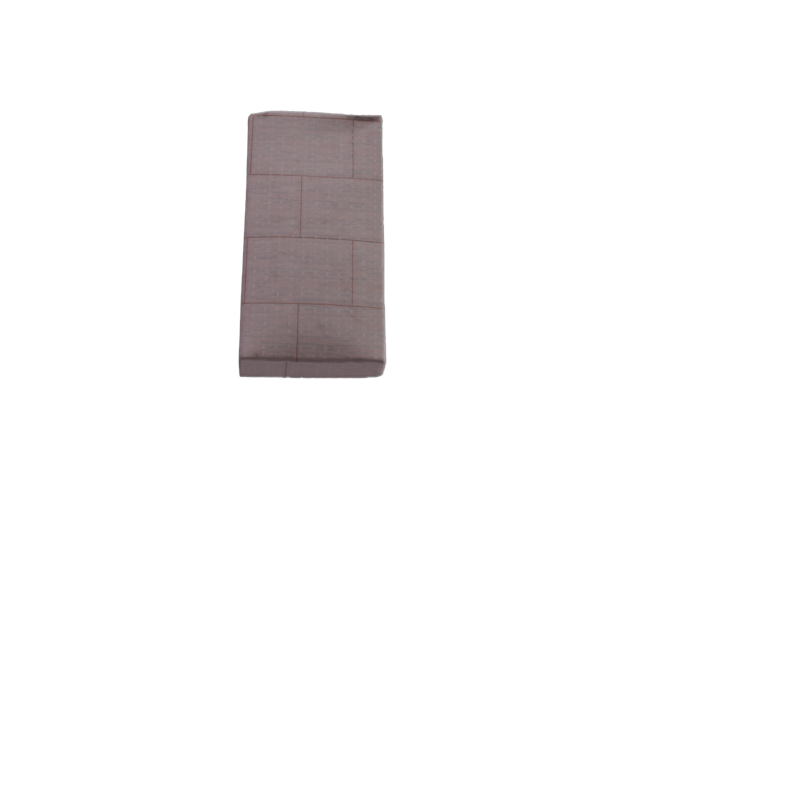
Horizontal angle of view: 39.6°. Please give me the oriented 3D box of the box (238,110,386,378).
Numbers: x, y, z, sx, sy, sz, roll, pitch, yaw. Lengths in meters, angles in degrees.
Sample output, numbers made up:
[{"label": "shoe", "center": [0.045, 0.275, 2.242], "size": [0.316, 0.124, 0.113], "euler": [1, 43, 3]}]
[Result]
[{"label": "box", "center": [-0.057, -0.104, 0.725], "size": [0.093, 0.185, 0.046], "euler": [0, -20, -4]}]
